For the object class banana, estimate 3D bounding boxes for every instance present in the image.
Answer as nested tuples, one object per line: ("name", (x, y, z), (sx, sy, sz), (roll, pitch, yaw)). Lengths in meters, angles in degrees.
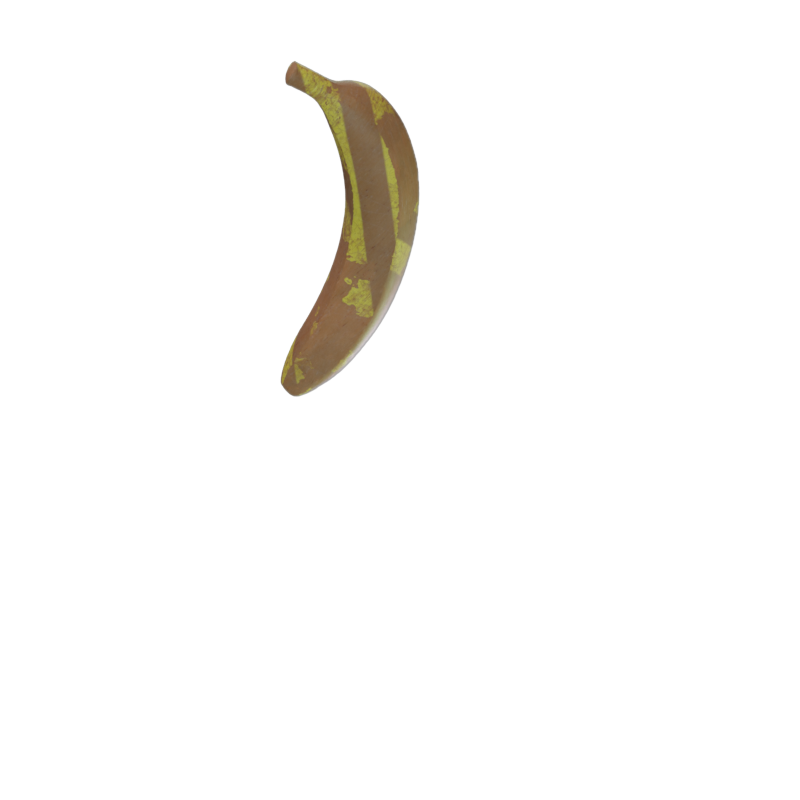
("banana", (-0.026, -0.085, 0.574), (0.069, 0.186, 0.039), (2, 32, -3))
